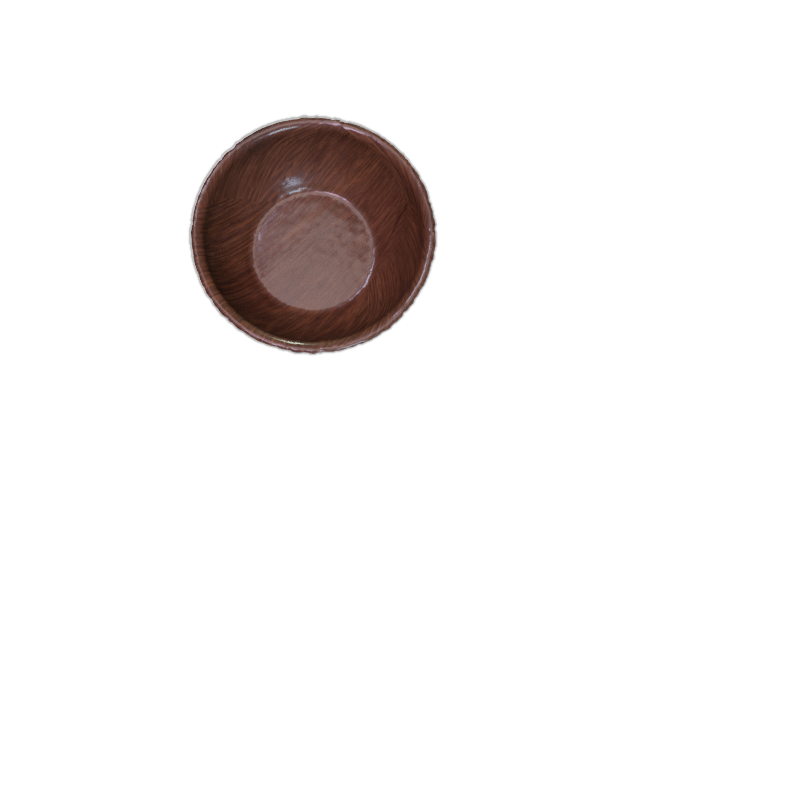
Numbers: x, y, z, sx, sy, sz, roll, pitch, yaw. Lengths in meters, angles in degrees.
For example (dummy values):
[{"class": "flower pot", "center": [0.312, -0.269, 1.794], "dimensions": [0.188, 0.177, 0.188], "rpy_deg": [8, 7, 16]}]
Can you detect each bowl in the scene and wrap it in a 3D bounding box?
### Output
[{"class": "bowl", "center": [-0.059, -0.107, 0.752], "dimensions": [0.162, 0.168, 0.053], "rpy_deg": [0, -14, -1]}]
